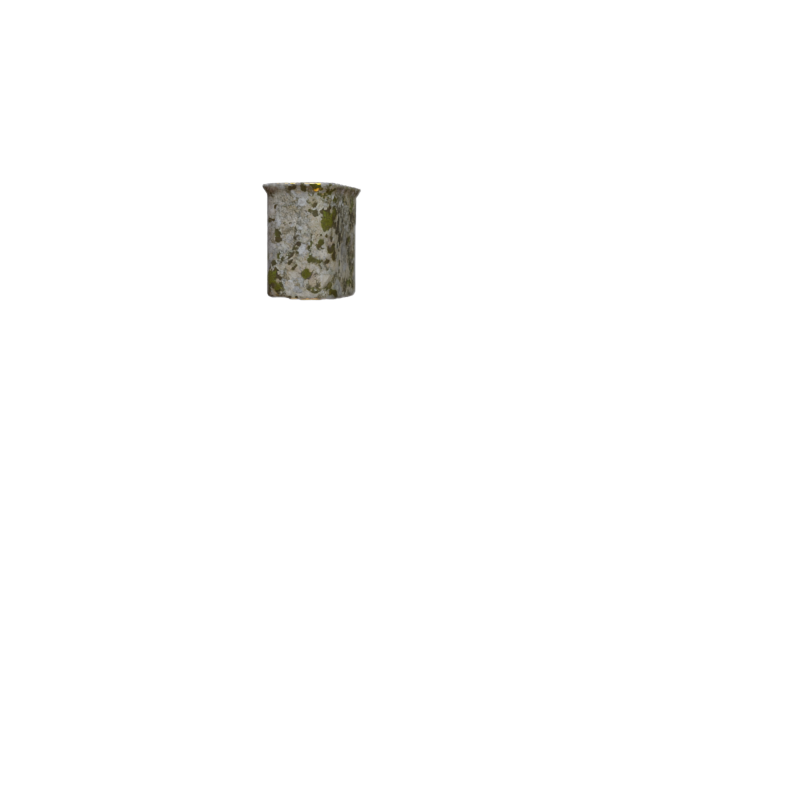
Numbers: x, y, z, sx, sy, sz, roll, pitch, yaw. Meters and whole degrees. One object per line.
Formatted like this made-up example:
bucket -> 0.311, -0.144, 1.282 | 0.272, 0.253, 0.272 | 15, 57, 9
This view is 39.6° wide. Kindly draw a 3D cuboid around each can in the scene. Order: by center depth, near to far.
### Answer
can -> -0.065, -0.119, 0.833 | 0.058, 0.083, 0.101 | 1, 5, 12
